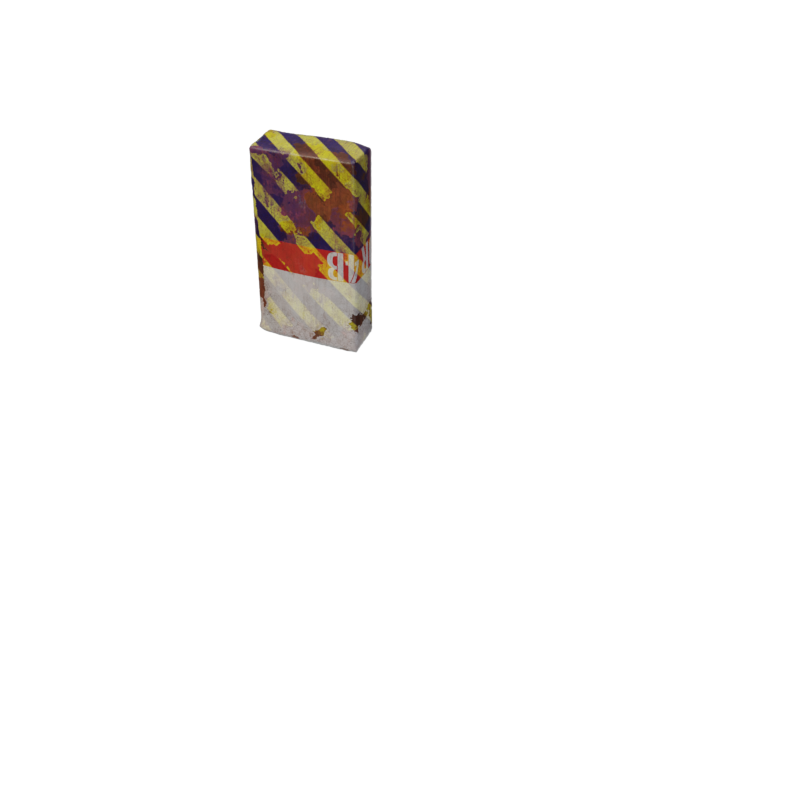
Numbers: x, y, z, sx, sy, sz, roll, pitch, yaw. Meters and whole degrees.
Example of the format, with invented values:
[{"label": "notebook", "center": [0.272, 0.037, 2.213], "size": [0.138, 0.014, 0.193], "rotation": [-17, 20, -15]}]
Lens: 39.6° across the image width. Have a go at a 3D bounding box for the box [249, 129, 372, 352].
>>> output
[{"label": "box", "center": [-0.071, -0.131, 0.915], "size": [0.097, 0.166, 0.049], "rotation": [14, 32, 19]}]
